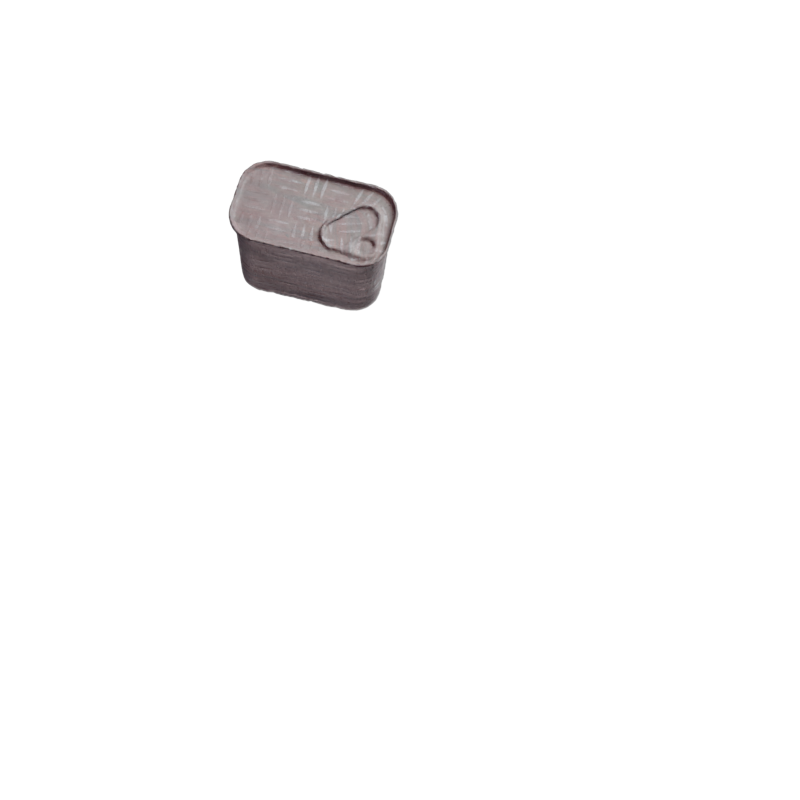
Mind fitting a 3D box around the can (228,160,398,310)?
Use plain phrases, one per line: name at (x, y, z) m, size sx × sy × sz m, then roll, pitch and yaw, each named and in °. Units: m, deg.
can at (-0.056, -0.103, 0.719) m, size 0.103 × 0.060 × 0.080 m, roll 14°, pitch -21°, yaw 4°
